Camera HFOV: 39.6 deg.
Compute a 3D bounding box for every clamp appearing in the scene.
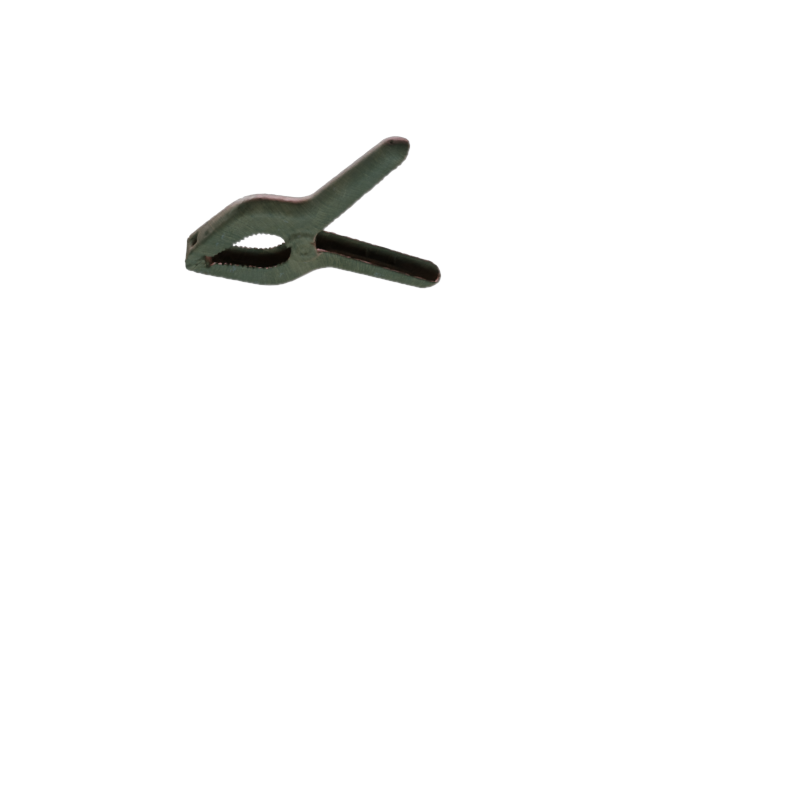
[{"bbox_3d":[-0.071,-0.130,0.911,0.212,0.039,0.152,-12,-41,14],"label":"clamp"}]
